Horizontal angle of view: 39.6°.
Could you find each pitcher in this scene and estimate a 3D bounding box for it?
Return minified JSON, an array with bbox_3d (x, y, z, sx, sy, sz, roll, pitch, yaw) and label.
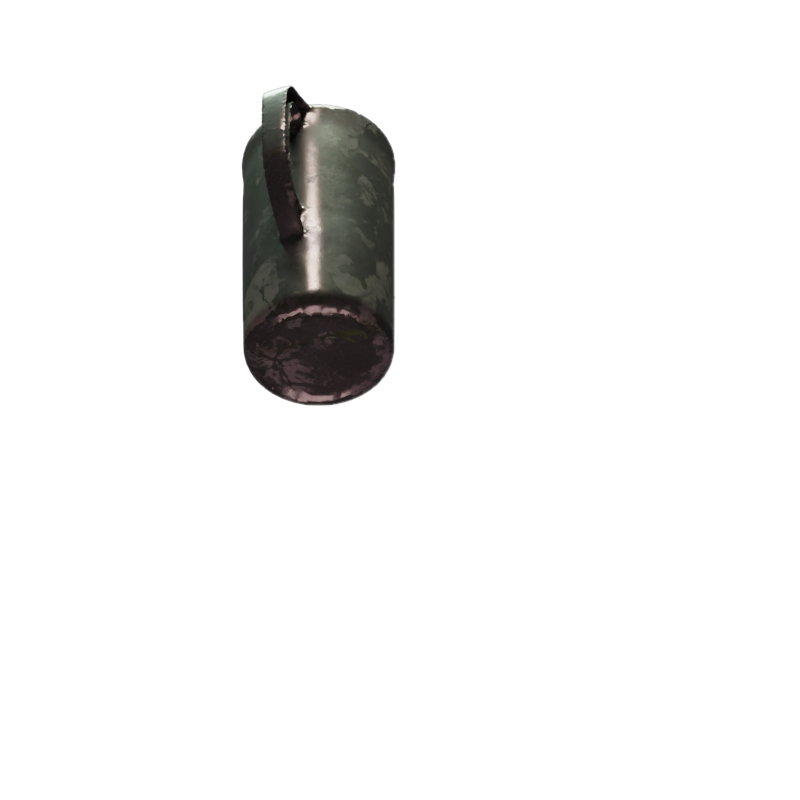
[{"bbox_3d":[-0.068,-0.124,0.868,0.144,0.261,0.140,20,-52,-20],"label":"pitcher"}]
